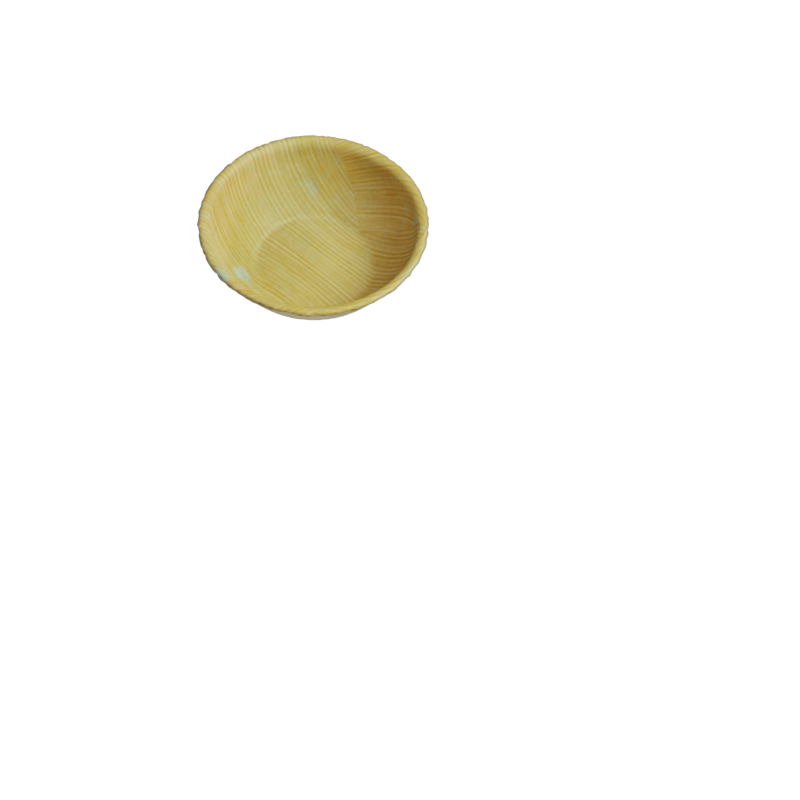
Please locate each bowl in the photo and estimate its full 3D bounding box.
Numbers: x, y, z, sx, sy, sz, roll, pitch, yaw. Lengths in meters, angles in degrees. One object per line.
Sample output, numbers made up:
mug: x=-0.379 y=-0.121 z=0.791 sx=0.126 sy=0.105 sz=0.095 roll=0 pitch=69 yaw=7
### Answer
bowl: x=-0.062 y=-0.113 z=0.795 sx=0.162 sy=0.173 sz=0.051 roll=-1 pitch=-35 yaw=-1
